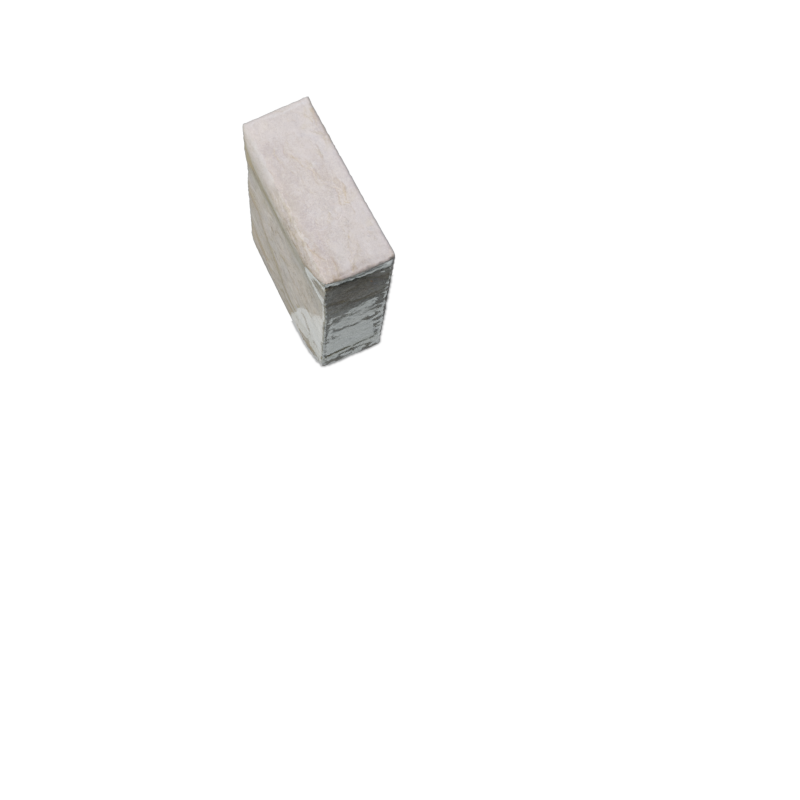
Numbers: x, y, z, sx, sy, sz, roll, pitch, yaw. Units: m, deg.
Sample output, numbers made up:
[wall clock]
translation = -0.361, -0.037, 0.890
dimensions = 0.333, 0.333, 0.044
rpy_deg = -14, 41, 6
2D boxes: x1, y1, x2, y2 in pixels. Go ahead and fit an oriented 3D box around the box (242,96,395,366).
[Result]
[box]
translation = -0.077, -0.141, 0.987
dimensions = 0.072, 0.173, 0.204
rpy_deg = -24, -17, -11
